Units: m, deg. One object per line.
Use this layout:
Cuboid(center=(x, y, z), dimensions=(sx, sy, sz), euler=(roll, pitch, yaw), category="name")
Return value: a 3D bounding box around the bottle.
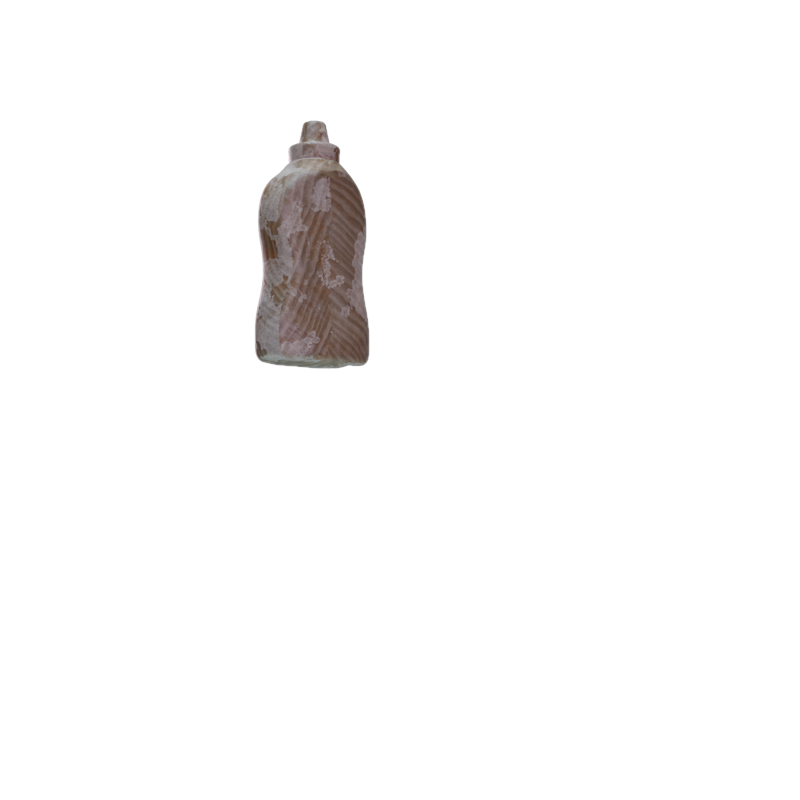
Cuboid(center=(-0.067, -0.123, 0.863), dimensions=(0.091, 0.197, 0.060), euler=(8, -14, -42), category="bottle")
